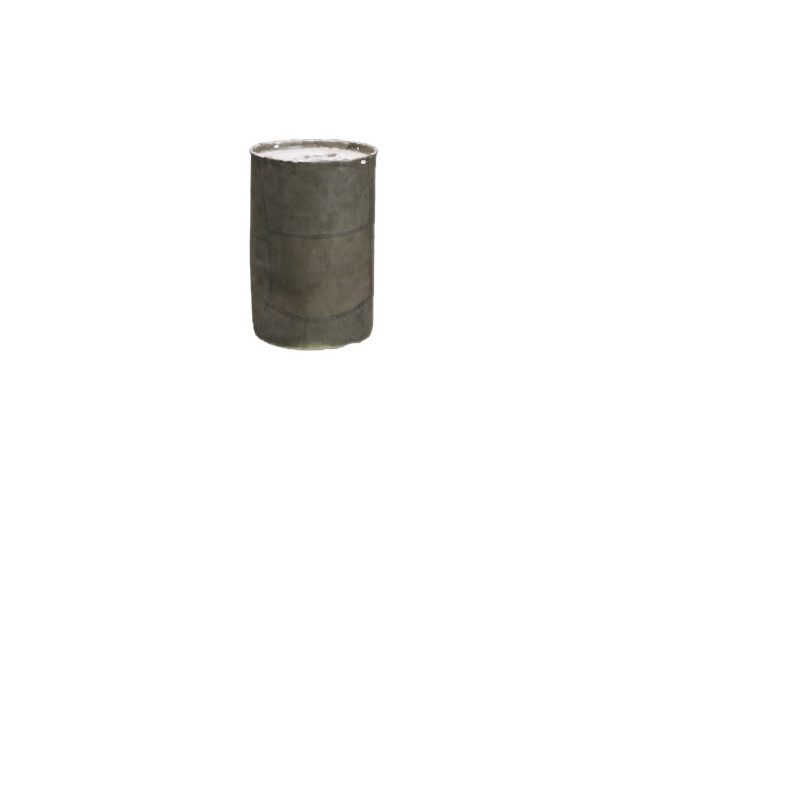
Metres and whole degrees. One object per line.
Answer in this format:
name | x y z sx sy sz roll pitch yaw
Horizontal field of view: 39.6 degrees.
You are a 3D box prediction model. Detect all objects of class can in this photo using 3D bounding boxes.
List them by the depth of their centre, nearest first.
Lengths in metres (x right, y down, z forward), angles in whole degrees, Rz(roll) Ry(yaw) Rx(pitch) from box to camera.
can | -0.047 -0.085 0.597 0.068 0.099 0.071 0 17 -2
